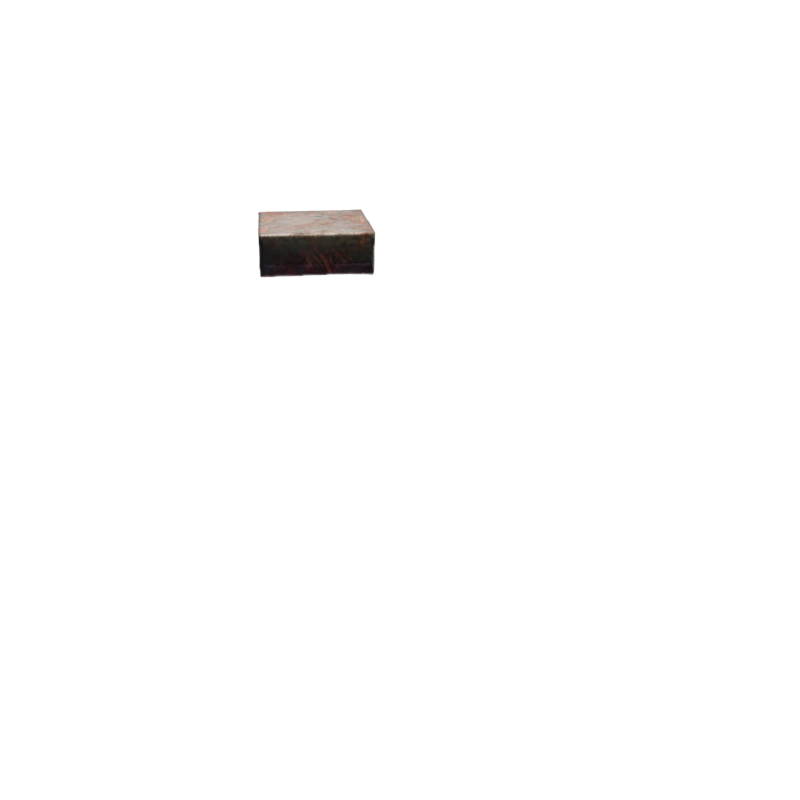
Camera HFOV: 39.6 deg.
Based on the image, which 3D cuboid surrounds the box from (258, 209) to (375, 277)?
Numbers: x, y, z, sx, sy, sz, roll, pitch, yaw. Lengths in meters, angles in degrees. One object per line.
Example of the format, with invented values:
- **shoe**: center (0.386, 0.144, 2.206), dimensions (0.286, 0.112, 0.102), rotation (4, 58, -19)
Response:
- **box**: center (-0.070, -0.128, 0.899), dimensions (0.089, 0.038, 0.118), rotation (-1, 16, -6)
